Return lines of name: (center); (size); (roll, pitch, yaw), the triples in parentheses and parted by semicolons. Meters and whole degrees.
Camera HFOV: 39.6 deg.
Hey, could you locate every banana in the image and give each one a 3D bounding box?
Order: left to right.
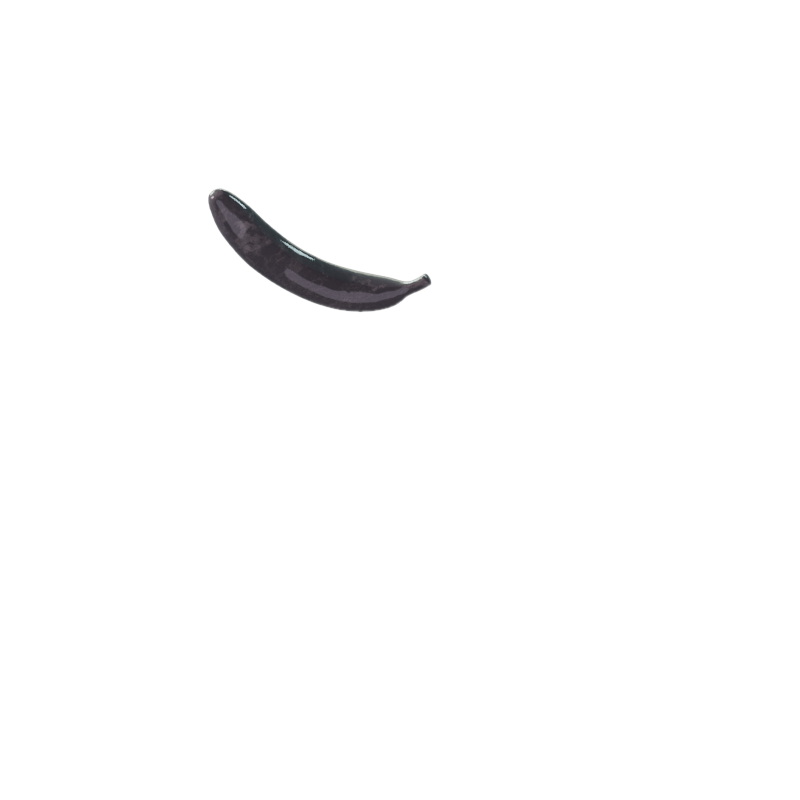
banana: (-0.077, -0.116, 0.926); (0.193, 0.067, 0.039); (20, 30, -12)
